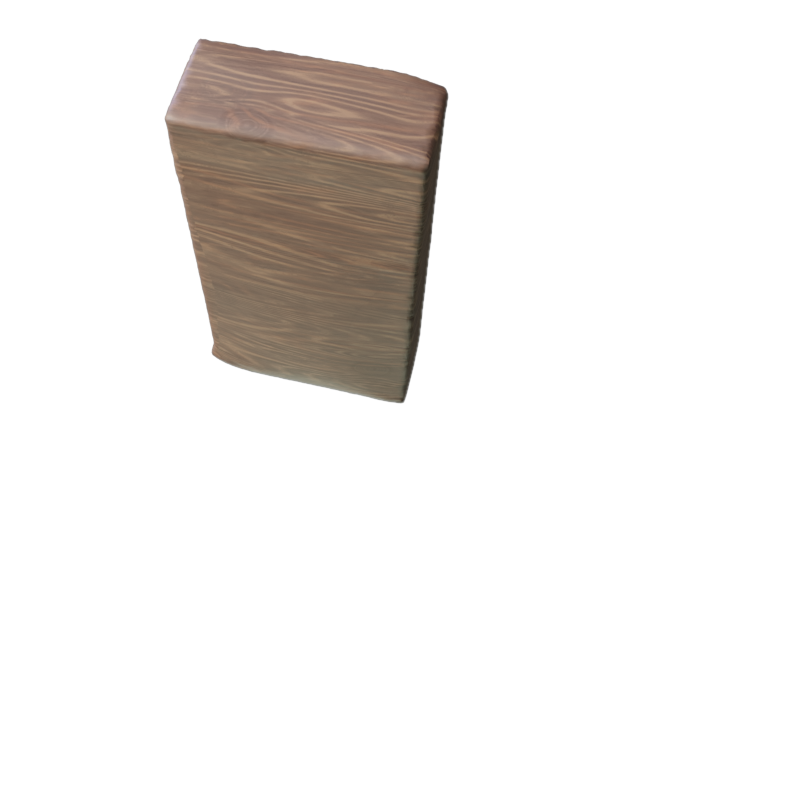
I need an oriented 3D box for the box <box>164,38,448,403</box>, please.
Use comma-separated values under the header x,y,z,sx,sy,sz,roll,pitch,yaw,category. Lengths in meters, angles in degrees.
x,y,z,sx,sy,sz,roll,pitch,yaw,category
-0.034,-0.064,0.444,0.094,0.051,0.165,14,-30,5,box
